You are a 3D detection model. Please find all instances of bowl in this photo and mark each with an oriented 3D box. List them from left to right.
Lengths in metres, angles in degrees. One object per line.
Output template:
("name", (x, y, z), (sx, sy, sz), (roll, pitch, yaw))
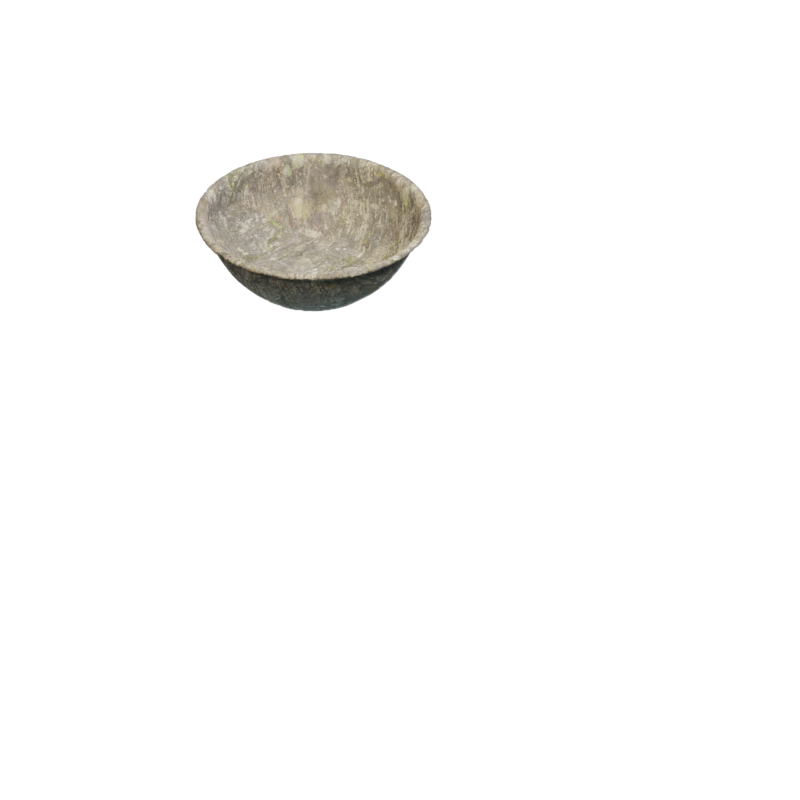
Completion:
("bowl", (-0.061, -0.110, 0.774), (0.162, 0.051, 0.174), (-1, 38, -2))
